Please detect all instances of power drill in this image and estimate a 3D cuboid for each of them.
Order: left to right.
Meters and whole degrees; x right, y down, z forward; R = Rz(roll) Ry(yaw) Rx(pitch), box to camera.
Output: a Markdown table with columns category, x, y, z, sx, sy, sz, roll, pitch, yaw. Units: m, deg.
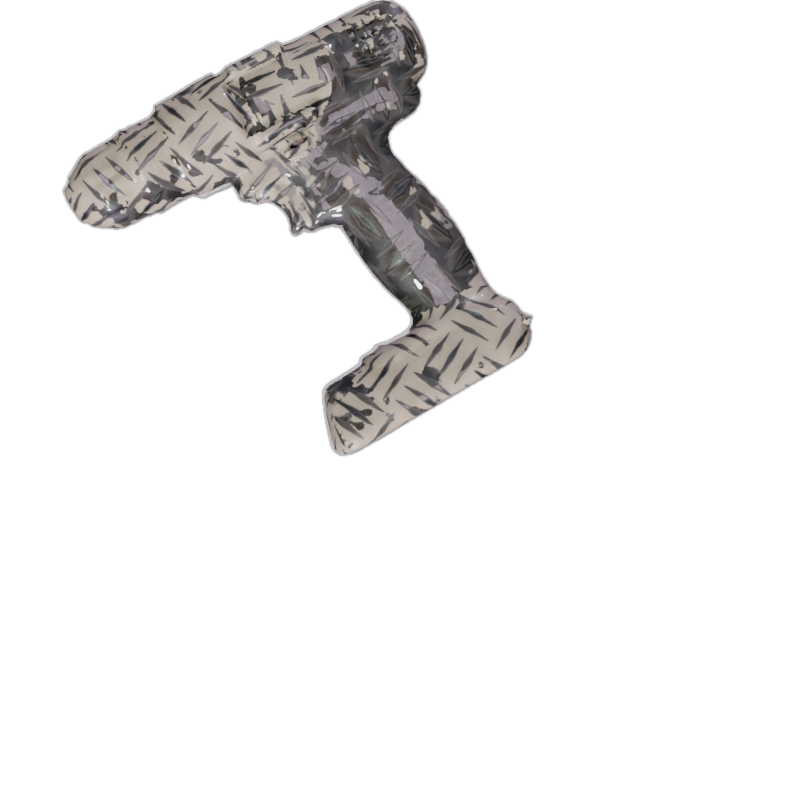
| category | x | y | z | sx | sy | sz | roll | pitch | yaw |
| --- | --- | --- | --- | --- | --- | --- | --- | --- | --- |
| power drill | -0.041 | -0.074 | 0.518 | 0.184 | 0.190 | 0.057 | -28 | -5 | -3 |
